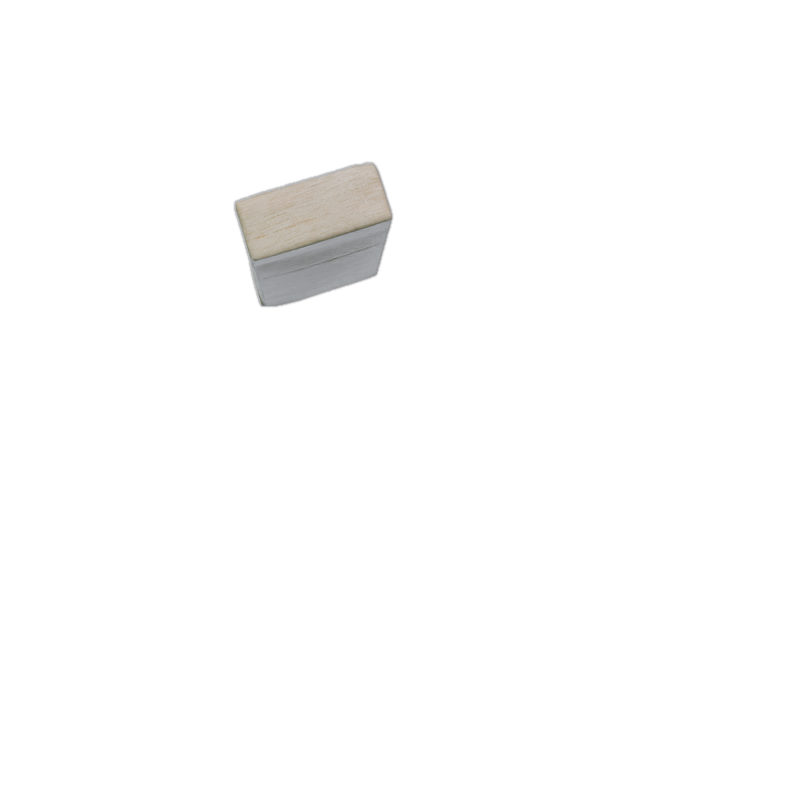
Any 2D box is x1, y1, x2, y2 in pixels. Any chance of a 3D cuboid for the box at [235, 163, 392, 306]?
[{"bbox_3d":[-0.059,-0.109,0.758,0.093,0.049,0.172,-17,-7,-6],"label":"box"}]
